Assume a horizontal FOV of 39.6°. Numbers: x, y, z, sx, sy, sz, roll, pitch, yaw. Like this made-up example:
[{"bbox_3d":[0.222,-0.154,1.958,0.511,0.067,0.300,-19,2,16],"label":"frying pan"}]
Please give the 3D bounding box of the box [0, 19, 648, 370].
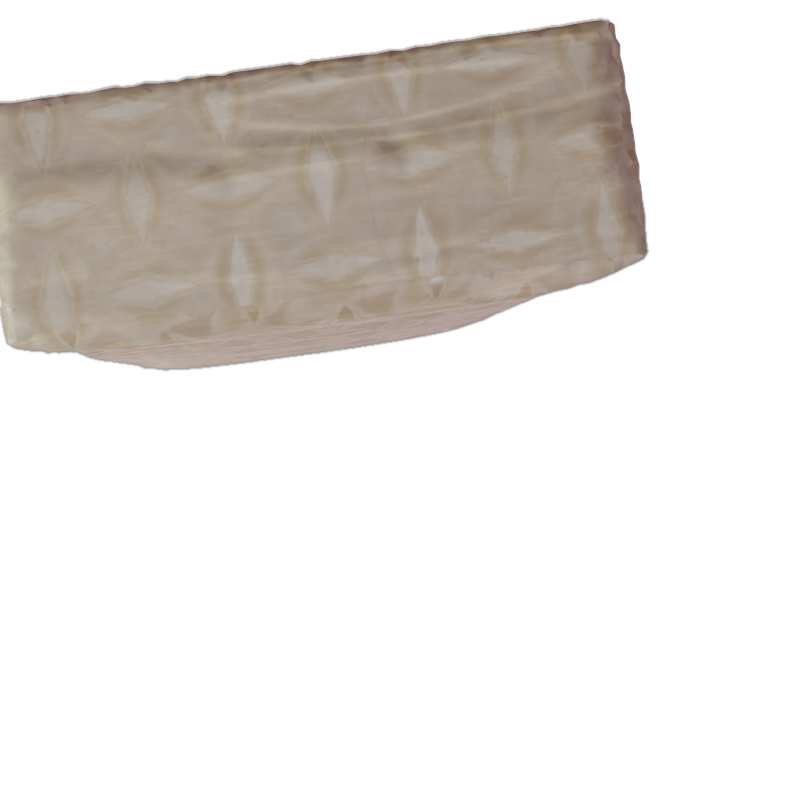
[{"bbox_3d":[-0.030,-0.054,0.377,0.164,0.072,0.213,-9,1,-3],"label":"box"}]
